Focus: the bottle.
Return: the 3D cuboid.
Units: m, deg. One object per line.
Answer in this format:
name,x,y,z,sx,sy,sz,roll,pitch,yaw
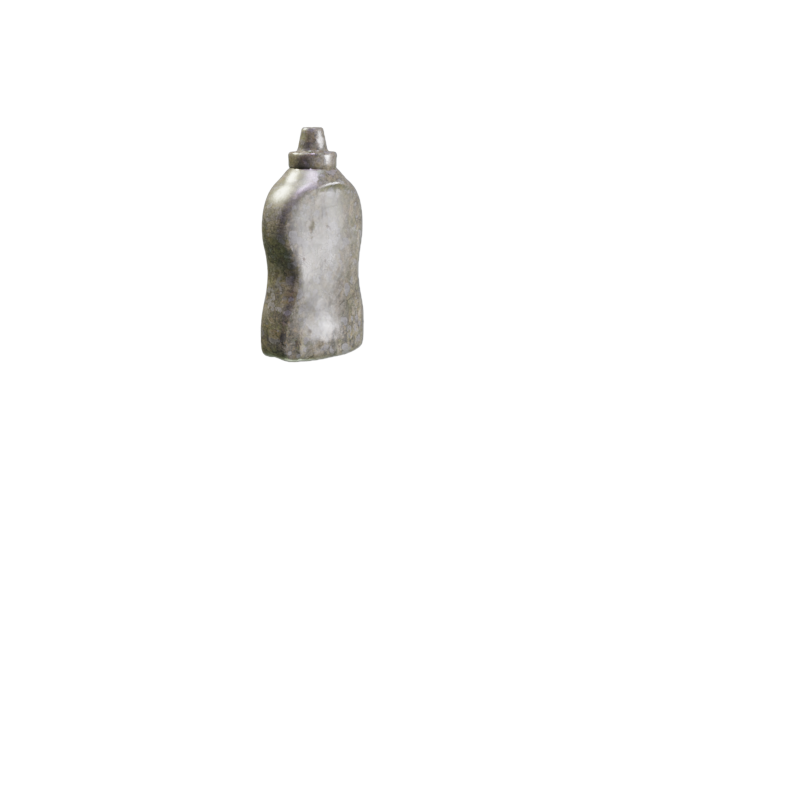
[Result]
bottle,-0.073,-0.133,0.934,0.093,0.188,0.061,-8,12,-42
